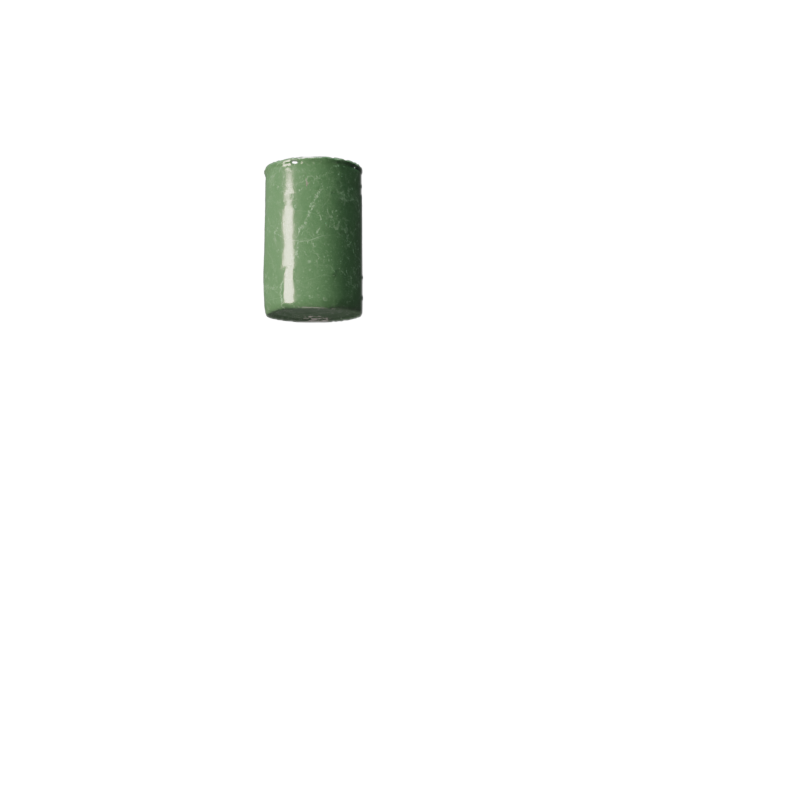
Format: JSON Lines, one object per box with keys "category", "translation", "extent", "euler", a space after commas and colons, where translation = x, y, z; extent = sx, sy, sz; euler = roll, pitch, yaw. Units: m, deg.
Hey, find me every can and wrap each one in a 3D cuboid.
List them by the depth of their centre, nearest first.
{"category": "can", "translation": [-0.059, -0.108, 0.754], "extent": [0.068, 0.105, 0.067], "euler": [0, -10, -2]}
